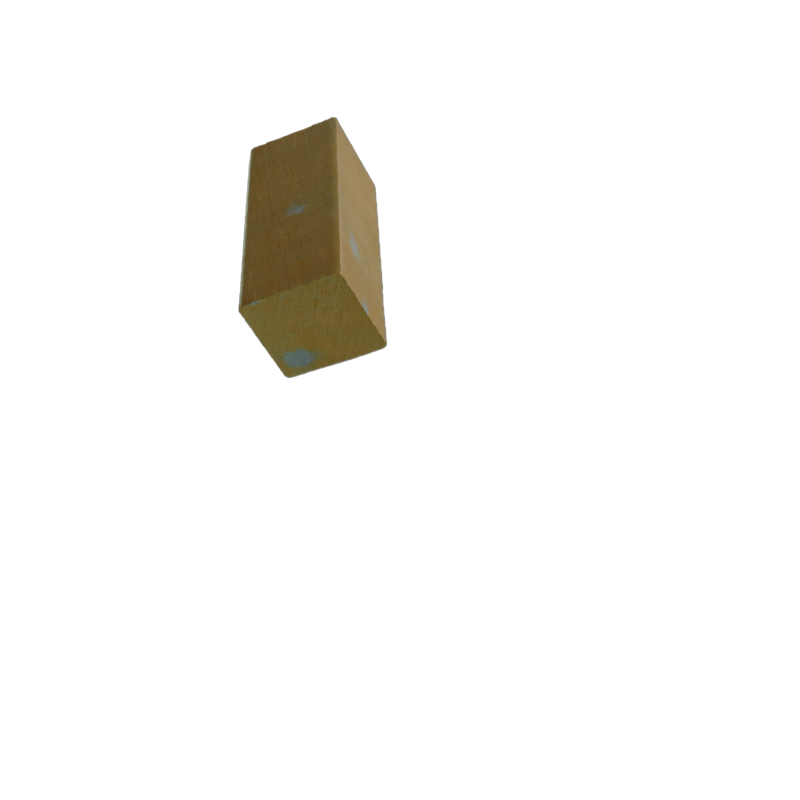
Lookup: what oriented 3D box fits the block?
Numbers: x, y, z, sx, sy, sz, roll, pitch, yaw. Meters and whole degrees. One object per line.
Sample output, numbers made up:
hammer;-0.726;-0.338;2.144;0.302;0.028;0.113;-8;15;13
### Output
block;-0.073;-0.132;0.931;0.091;0.221;0.084;-19;-47;15
